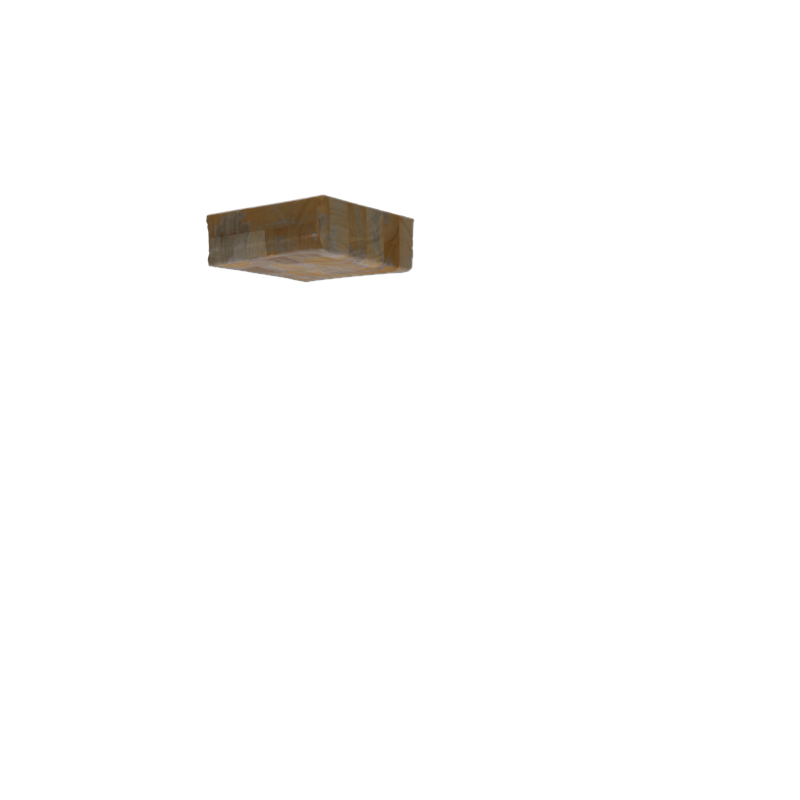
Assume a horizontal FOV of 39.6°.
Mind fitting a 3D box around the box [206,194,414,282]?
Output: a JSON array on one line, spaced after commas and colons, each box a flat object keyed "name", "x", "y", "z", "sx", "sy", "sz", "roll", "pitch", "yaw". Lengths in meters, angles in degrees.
[{"name": "box", "x": -0.056, "y": -0.102, "z": 0.713, "sx": 0.093, "sy": 0.040, "sz": 0.108, "roll": -2, "pitch": -4, "yaw": 32}]
